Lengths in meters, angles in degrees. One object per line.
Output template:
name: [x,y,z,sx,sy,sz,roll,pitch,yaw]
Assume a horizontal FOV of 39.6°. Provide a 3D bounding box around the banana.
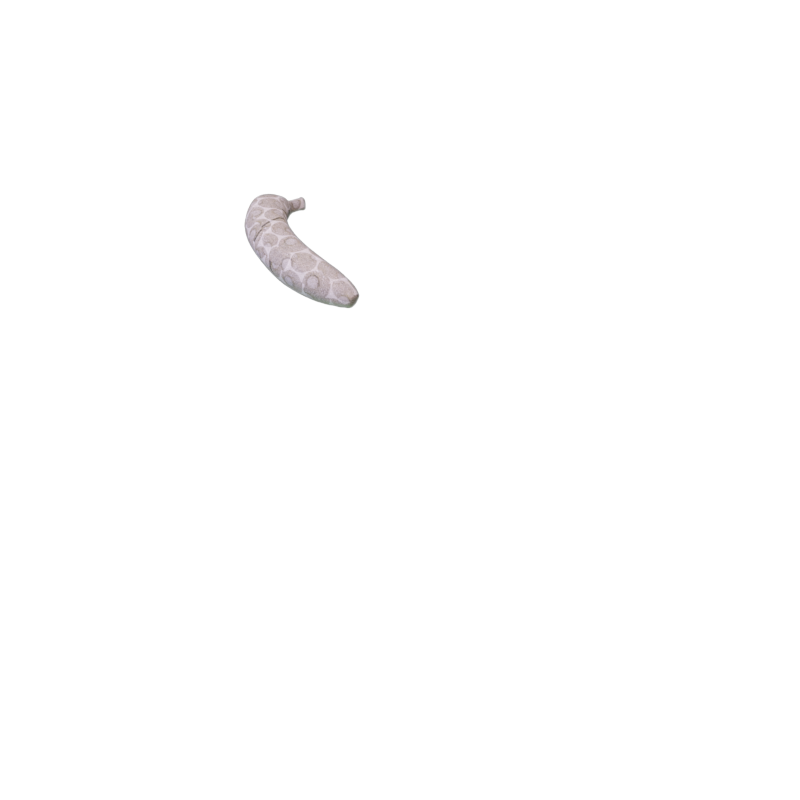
banana: [-0.092,-0.134,0.940,0.069,0.034,0.213,-8,35,-13]
